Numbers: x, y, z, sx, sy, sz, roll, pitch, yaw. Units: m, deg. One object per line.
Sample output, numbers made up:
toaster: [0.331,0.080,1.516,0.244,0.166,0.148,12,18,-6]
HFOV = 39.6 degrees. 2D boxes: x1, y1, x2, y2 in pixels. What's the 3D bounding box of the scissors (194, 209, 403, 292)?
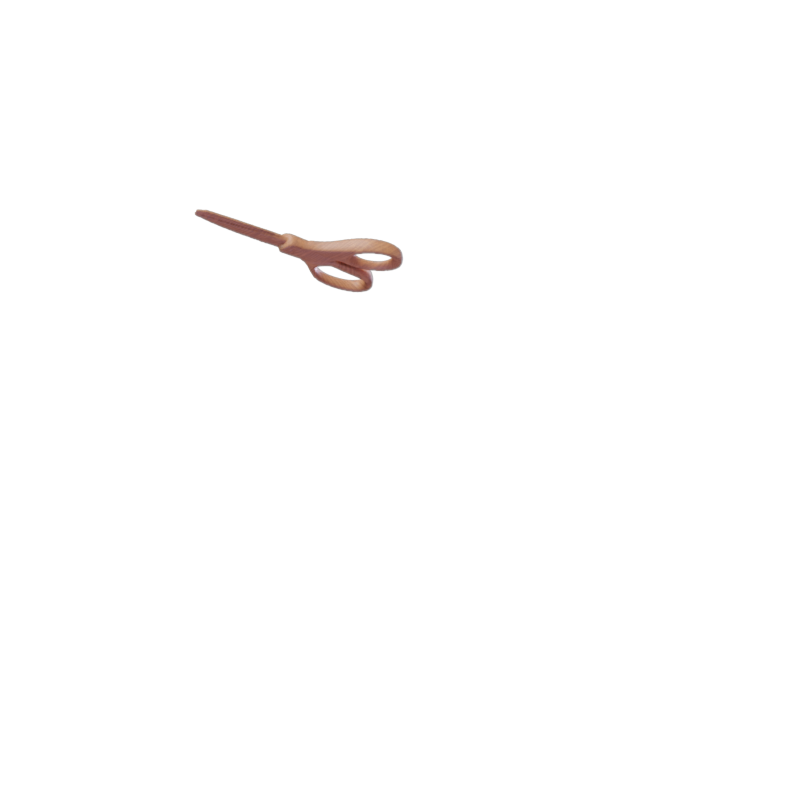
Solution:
scissors: [-0.075,-0.137,0.959,0.098,0.017,0.188,-14,-24,33]
